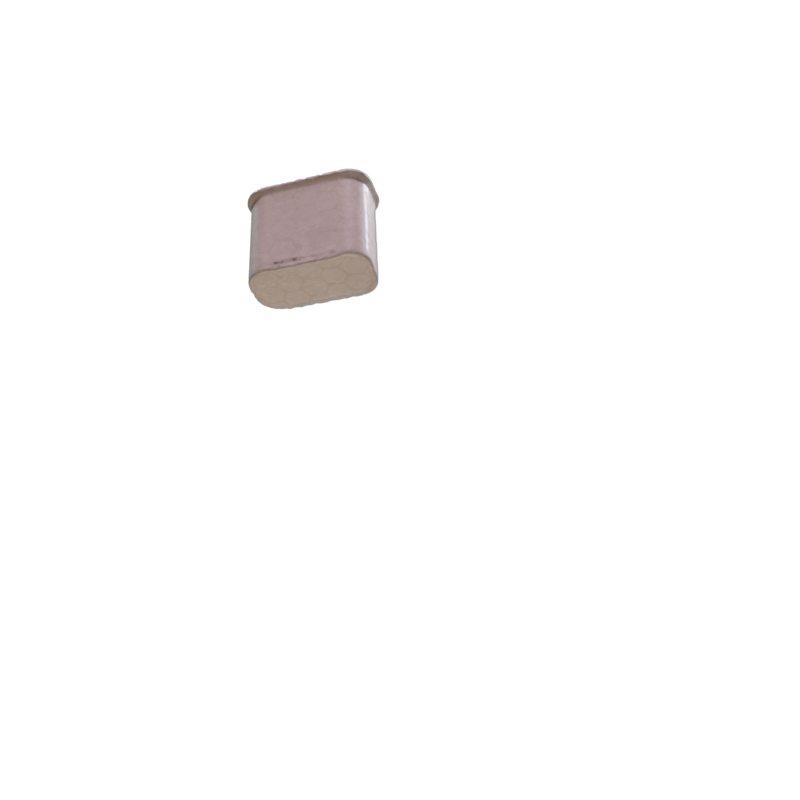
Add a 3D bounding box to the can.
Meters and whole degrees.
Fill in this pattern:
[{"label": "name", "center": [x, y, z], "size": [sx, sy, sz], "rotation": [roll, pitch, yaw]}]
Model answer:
[{"label": "can", "center": [-0.067, -0.122, 0.853], "size": [0.103, 0.090, 0.053], "rotation": [-11, -37, 13]}]
